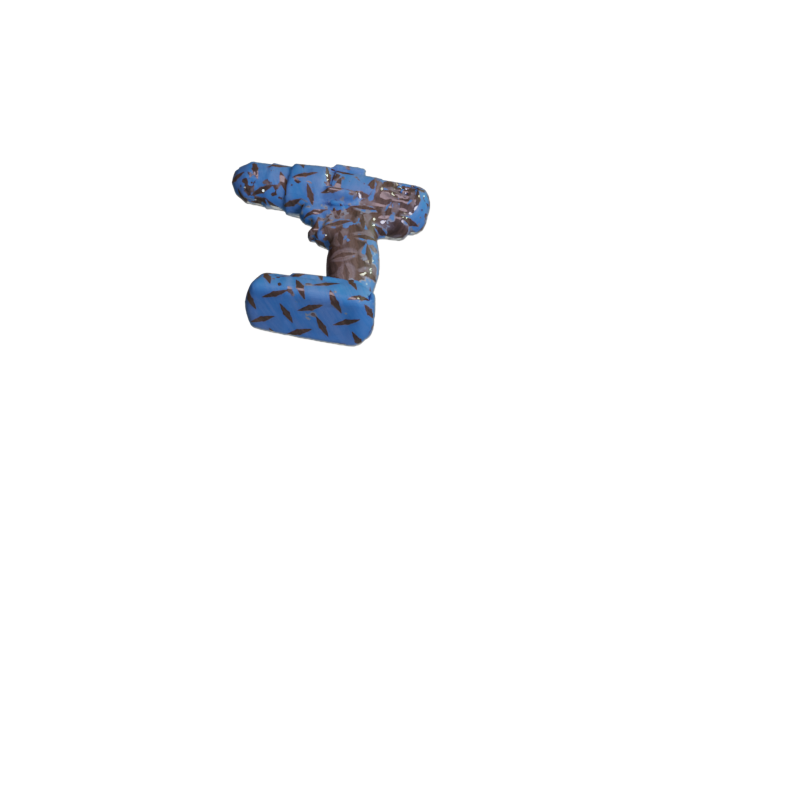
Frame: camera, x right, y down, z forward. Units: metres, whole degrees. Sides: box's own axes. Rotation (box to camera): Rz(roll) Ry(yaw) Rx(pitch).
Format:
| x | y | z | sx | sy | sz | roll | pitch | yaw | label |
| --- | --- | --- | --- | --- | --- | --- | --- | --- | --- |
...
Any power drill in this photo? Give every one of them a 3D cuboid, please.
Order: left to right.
| x | y | z | sx | sy | sz | roll | pitch | yaw | label |
| --- | --- | --- | --- | --- | --- | --- | --- | --- | --- |
| -0.076 | -0.138 | 0.969 | 0.187 | 0.199 | 0.053 | 8 | -43 | 8 | power drill |
